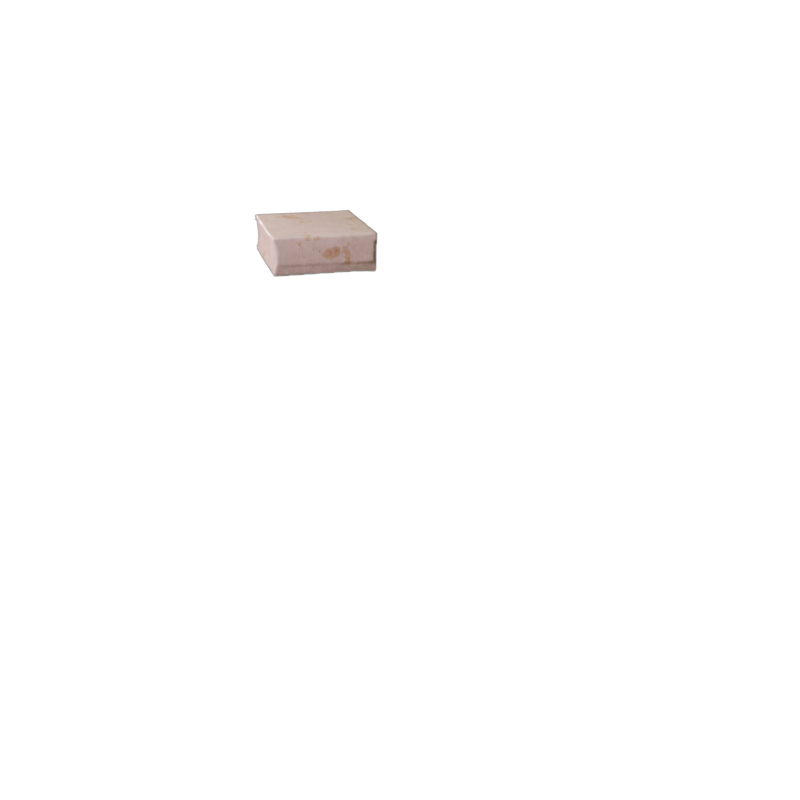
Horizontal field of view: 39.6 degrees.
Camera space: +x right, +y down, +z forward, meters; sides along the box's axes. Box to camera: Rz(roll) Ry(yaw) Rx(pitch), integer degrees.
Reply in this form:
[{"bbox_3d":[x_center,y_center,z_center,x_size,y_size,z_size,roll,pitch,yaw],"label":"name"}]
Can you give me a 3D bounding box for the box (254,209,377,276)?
[{"bbox_3d":[-0.076,-0.139,0.972,0.088,0.038,0.119,-4,17,-13],"label":"box"}]
